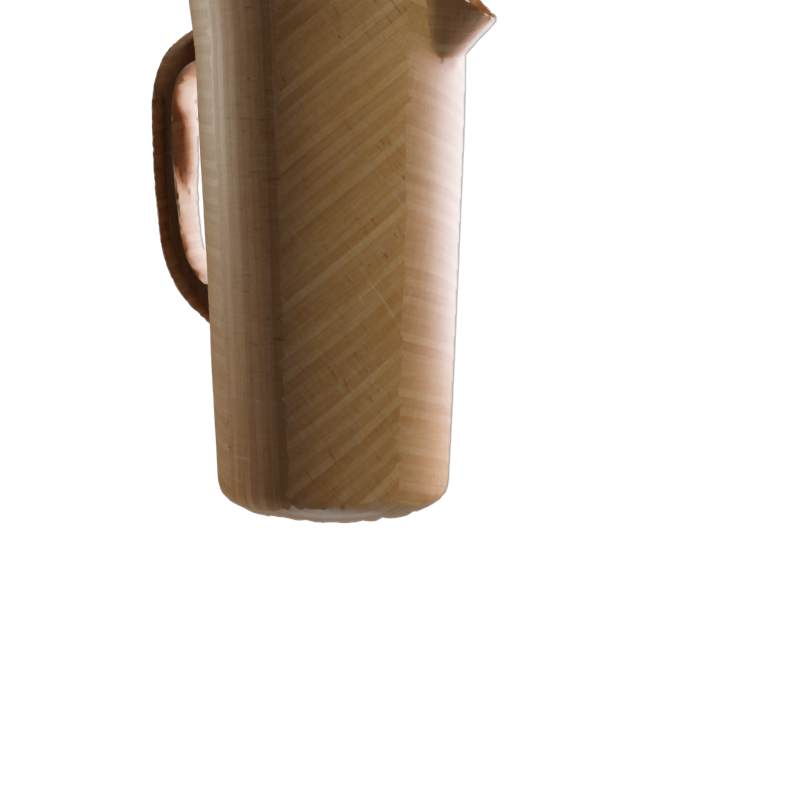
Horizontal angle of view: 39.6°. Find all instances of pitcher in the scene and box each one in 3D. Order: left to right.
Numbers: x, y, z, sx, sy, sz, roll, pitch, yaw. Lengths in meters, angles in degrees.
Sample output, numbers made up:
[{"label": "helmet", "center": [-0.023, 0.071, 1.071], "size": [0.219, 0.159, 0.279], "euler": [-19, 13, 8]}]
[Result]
[{"label": "pitcher", "center": [-0.041, -0.075, 0.527], "size": [0.142, 0.243, 0.152], "euler": [0, 1, -14]}]
